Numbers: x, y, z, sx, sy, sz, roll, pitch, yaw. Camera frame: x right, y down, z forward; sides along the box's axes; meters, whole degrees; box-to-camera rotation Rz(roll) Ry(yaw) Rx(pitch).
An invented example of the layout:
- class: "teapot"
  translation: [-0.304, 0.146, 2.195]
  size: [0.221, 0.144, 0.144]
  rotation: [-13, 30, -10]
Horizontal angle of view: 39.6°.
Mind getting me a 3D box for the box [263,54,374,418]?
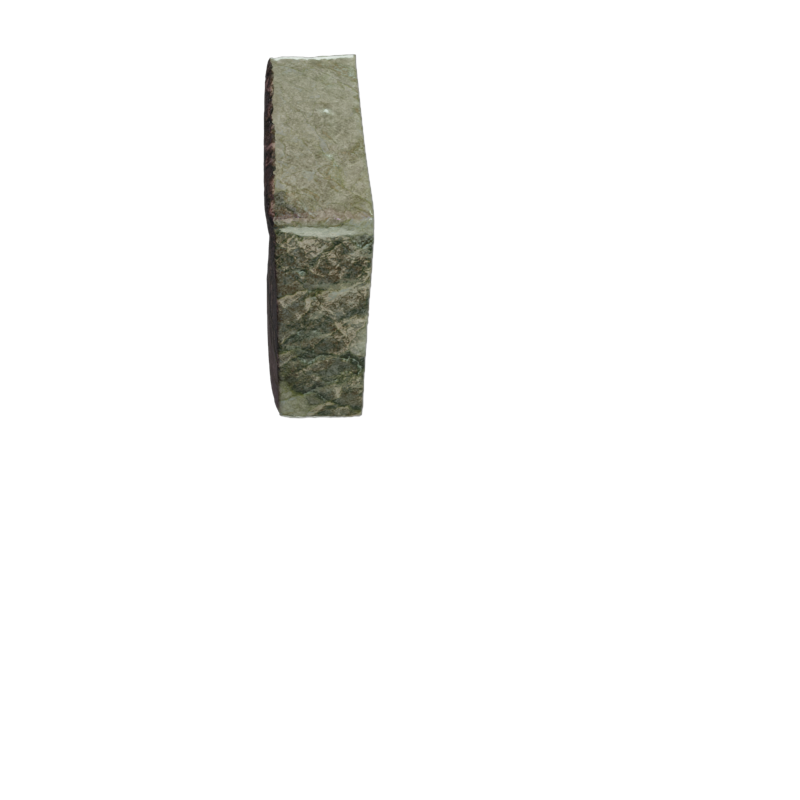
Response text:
- class: "box"
  translation: [-0.062, -0.114, 0.796]
  size: [0.071, 0.177, 0.199]
  rotation: [-2, -39, -6]
